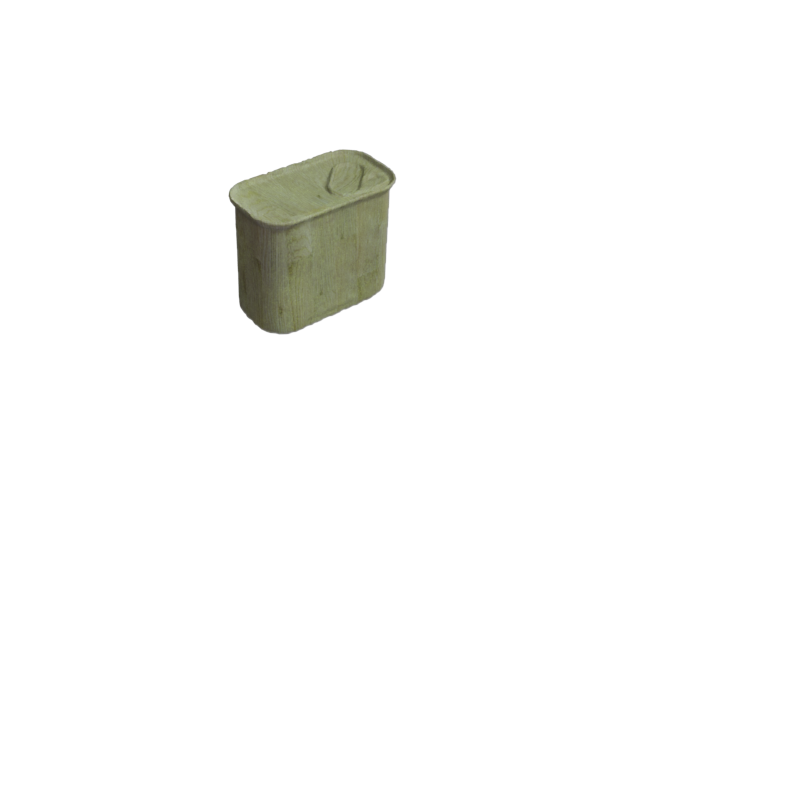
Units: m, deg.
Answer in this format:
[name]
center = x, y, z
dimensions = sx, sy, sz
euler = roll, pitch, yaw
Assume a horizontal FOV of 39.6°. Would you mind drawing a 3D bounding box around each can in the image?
[can]
center = -0.054, -0.099, 0.692
dimensions = 0.101, 0.078, 0.062
euler = -25, 44, -30
